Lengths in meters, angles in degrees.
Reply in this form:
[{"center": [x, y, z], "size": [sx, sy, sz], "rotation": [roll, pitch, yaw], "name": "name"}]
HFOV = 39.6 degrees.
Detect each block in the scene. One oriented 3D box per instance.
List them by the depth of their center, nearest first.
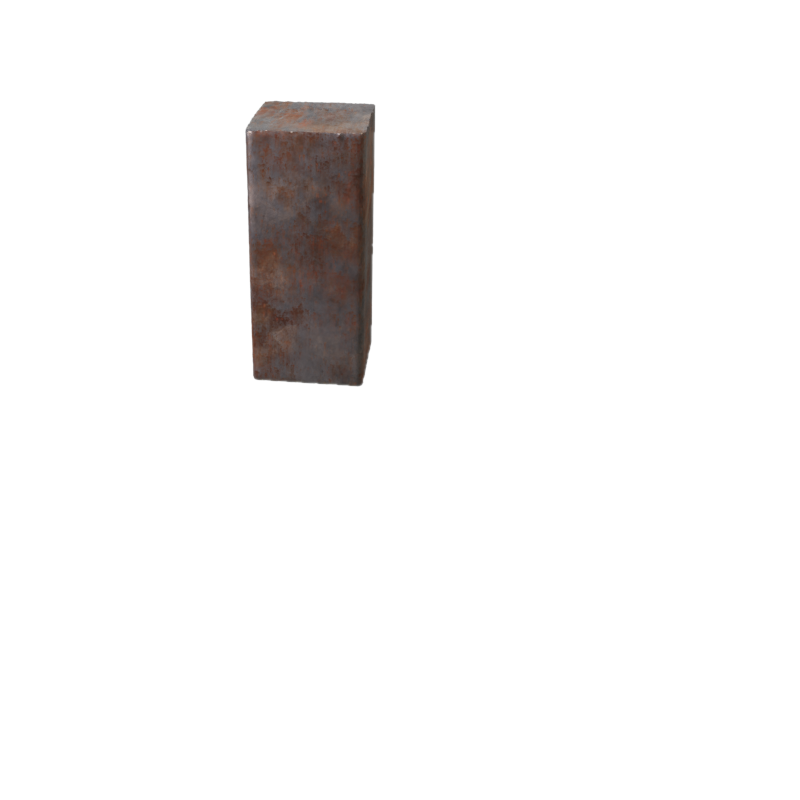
[{"center": [-0.069, -0.125, 0.877], "size": [0.091, 0.196, 0.094], "rotation": [4, 24, 5], "name": "block"}]
